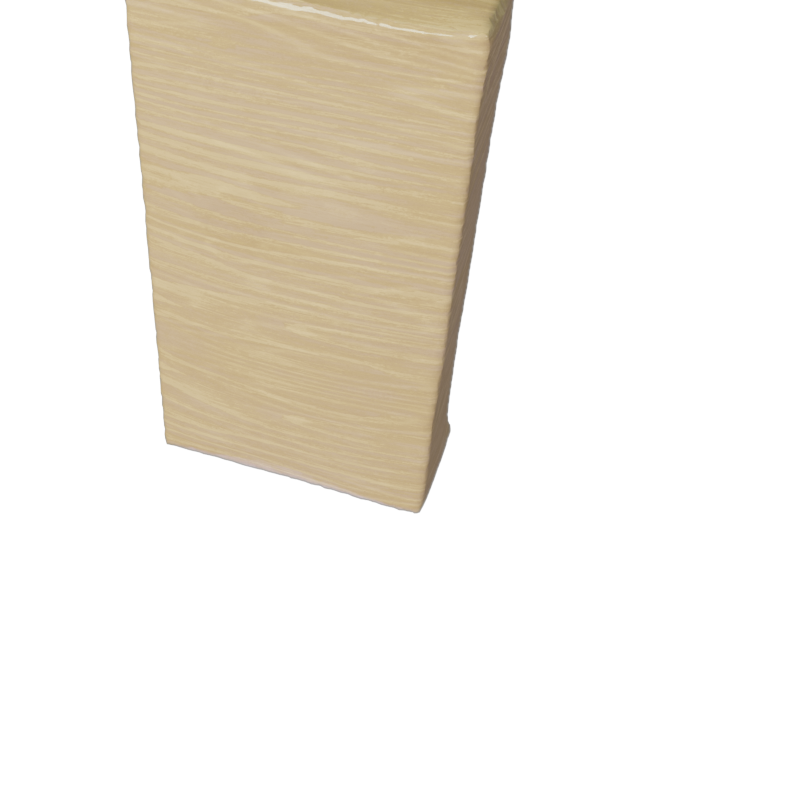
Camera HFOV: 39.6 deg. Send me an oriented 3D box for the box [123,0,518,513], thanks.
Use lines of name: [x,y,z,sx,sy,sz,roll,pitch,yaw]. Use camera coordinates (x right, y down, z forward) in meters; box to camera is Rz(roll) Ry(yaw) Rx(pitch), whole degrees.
box: [-0.026,-0.046,0.323,0.095,0.164,0.050,14,47,10]
